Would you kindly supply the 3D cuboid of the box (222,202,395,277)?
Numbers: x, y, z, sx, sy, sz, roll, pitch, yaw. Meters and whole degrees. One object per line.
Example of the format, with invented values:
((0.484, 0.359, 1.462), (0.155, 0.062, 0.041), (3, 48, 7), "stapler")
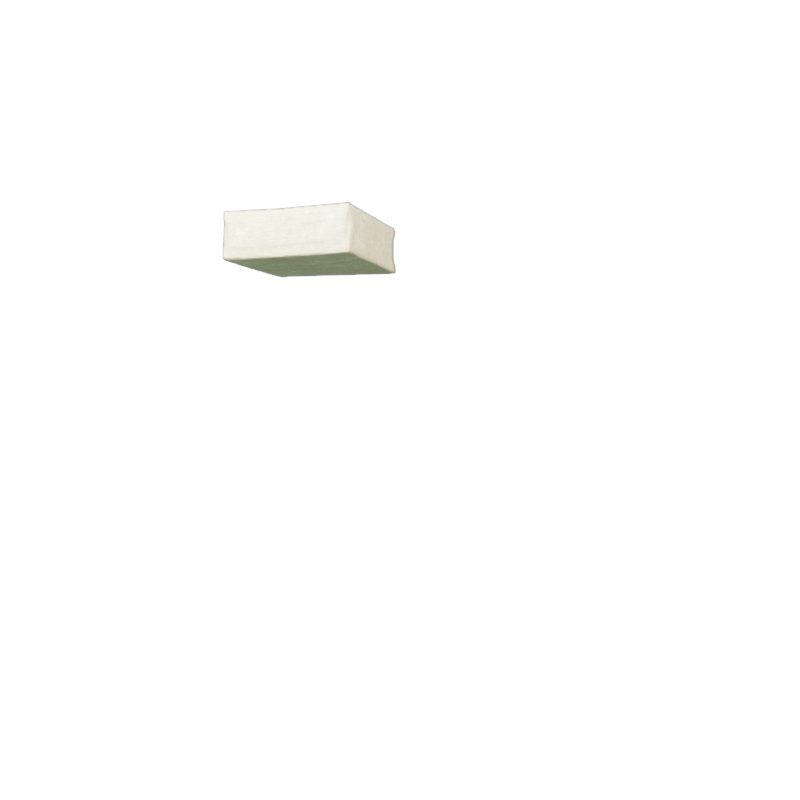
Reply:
((-0.049, -0.089, 0.624), (0.075, 0.031, 0.086), (-1, -1, 18), "box")
